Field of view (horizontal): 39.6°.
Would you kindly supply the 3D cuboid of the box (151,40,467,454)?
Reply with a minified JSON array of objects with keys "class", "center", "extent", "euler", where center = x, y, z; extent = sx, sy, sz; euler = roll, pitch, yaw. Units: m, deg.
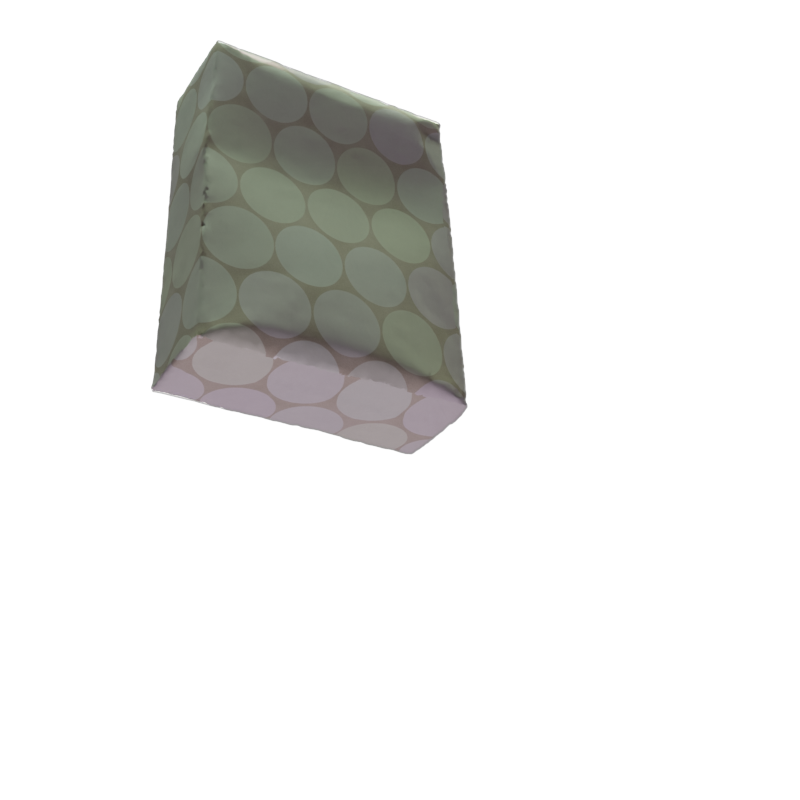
[{"class":"box","center":[-0.051,-0.092,0.647],"extent":[0.157,0.229,0.070],"euler":[15,-38,-24]}]
